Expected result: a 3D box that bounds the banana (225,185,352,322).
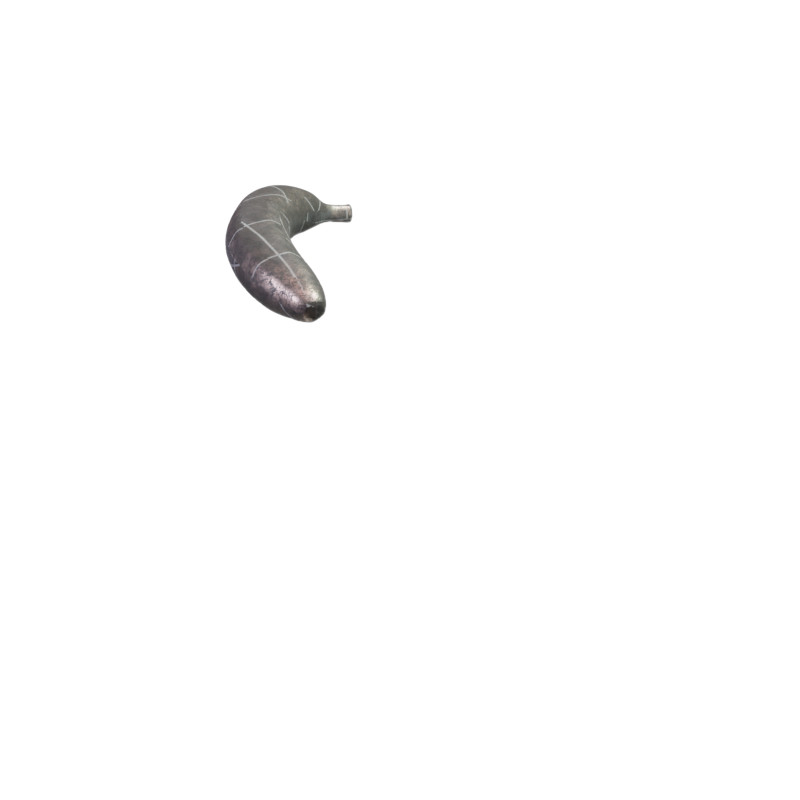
[{"bbox_3d":[-0.069,-0.095,0.650,0.070,0.035,0.206,1,25,2],"label":"banana"}]
